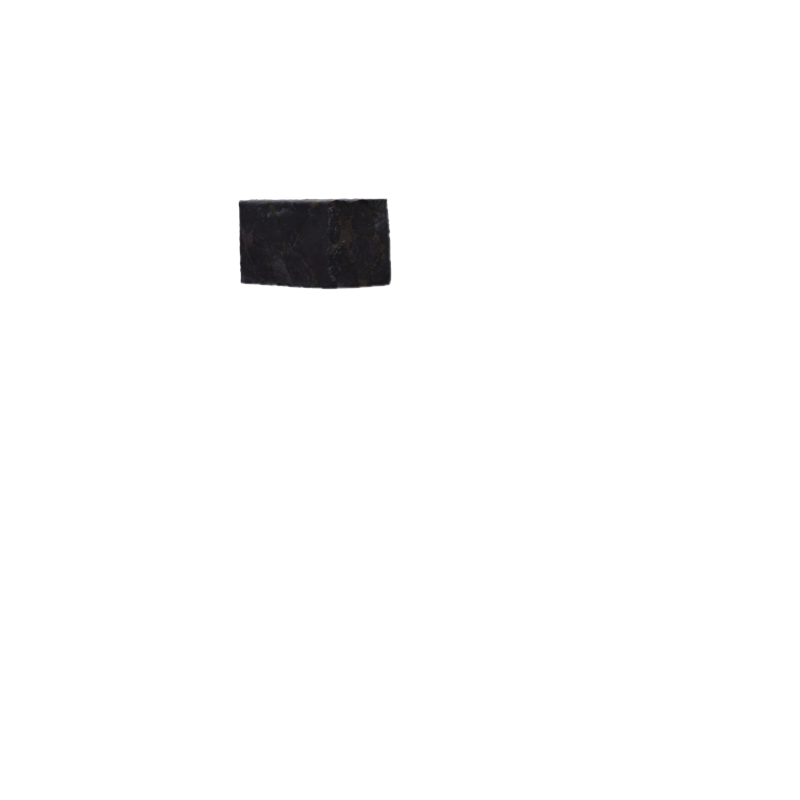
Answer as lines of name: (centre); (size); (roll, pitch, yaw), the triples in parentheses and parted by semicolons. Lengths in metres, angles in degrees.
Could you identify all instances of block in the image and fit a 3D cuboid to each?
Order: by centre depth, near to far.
block: (-0.051, -0.094, 0.655); (0.081, 0.051, 0.051); (7, 9, 40)
